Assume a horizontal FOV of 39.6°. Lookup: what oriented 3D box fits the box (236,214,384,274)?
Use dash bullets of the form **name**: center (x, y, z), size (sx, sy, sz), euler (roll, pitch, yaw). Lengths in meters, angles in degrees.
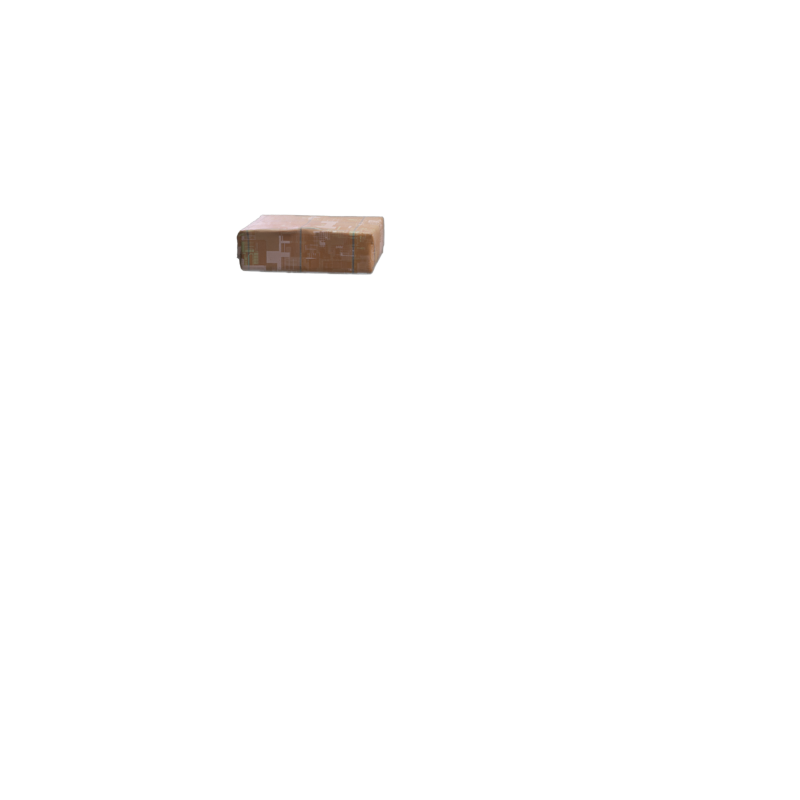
- **box**: center (-0.058, -0.105, 0.737), size (0.090, 0.029, 0.075), euler (2, 16, 7)
